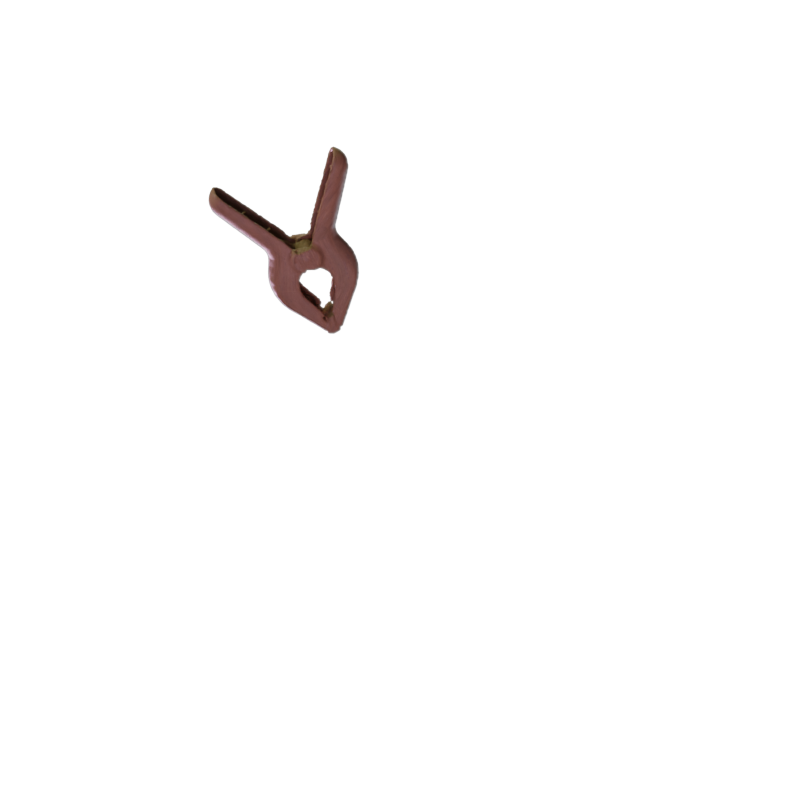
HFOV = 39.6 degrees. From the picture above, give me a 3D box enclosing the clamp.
[{"bbox_3d":[-0.075,-0.136,0.956,0.120,0.160,0.042,-22,33,15],"label":"clamp"}]
